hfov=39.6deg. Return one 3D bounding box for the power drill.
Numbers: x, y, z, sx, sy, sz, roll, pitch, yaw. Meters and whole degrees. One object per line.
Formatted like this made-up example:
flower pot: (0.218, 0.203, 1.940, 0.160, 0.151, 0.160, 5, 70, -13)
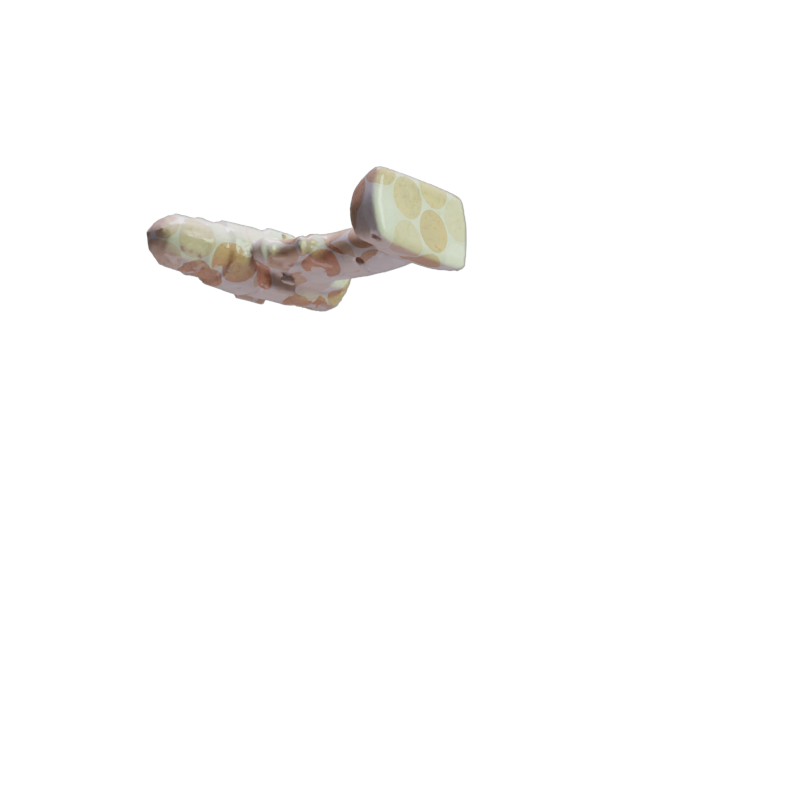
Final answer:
power drill: (-0.062, -0.114, 0.796, 0.192, 0.059, 0.175, -9, -13, 42)
